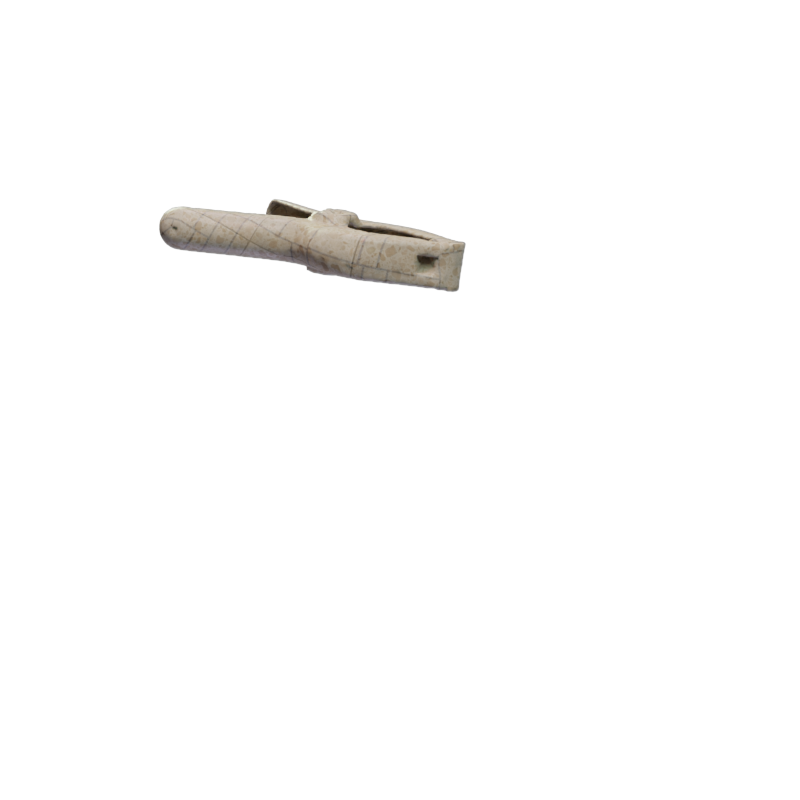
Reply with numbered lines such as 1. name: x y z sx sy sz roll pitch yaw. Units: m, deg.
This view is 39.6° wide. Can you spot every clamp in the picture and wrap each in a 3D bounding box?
1. clamp: -0.050 -0.090 0.633 0.181 0.038 0.118 15 24 37
